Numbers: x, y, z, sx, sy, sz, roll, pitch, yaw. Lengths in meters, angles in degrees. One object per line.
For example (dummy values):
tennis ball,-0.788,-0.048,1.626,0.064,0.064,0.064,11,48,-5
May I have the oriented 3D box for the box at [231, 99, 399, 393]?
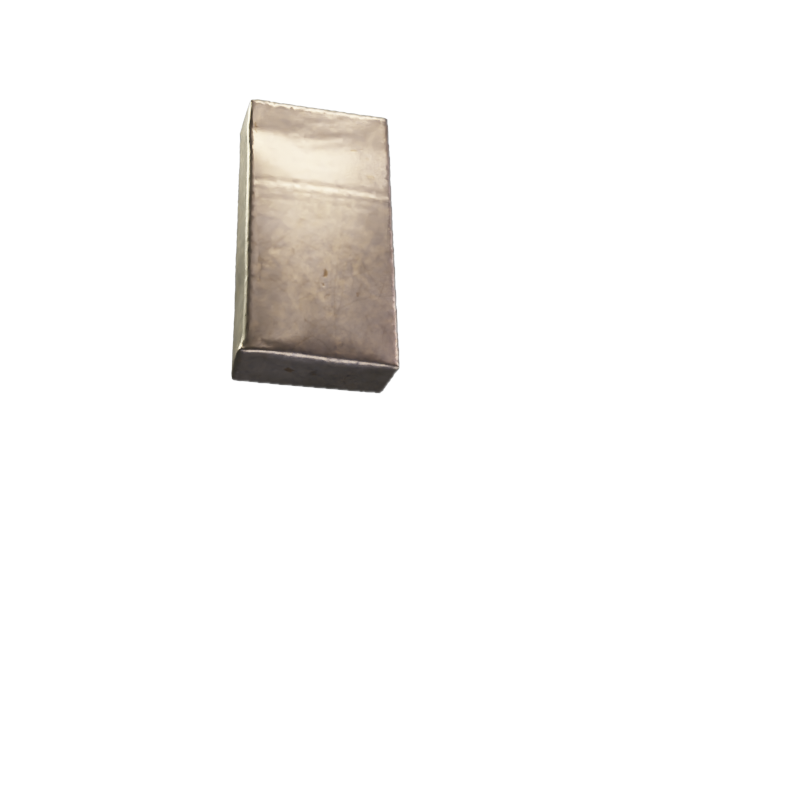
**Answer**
box,-0.053,-0.096,0.674,0.092,0.188,0.046,5,-31,-13
